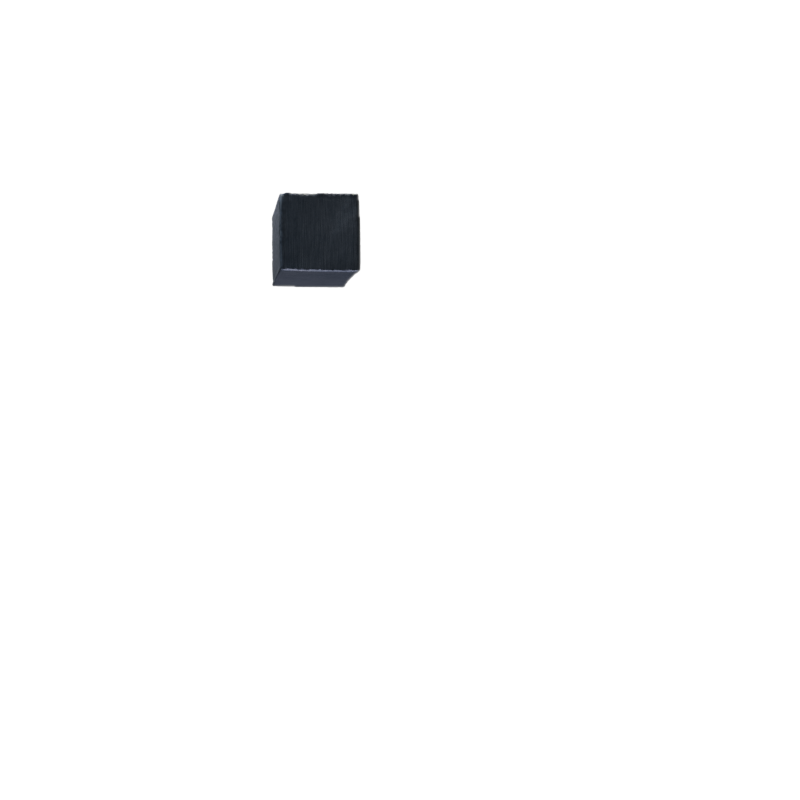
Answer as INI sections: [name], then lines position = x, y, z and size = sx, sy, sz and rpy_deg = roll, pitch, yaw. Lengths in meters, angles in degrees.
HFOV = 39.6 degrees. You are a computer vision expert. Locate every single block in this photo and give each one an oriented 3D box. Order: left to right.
[block]
position = -0.058, -0.105, 0.738
size = 0.052, 0.052, 0.078
rpy_deg = 1, -4, -10
